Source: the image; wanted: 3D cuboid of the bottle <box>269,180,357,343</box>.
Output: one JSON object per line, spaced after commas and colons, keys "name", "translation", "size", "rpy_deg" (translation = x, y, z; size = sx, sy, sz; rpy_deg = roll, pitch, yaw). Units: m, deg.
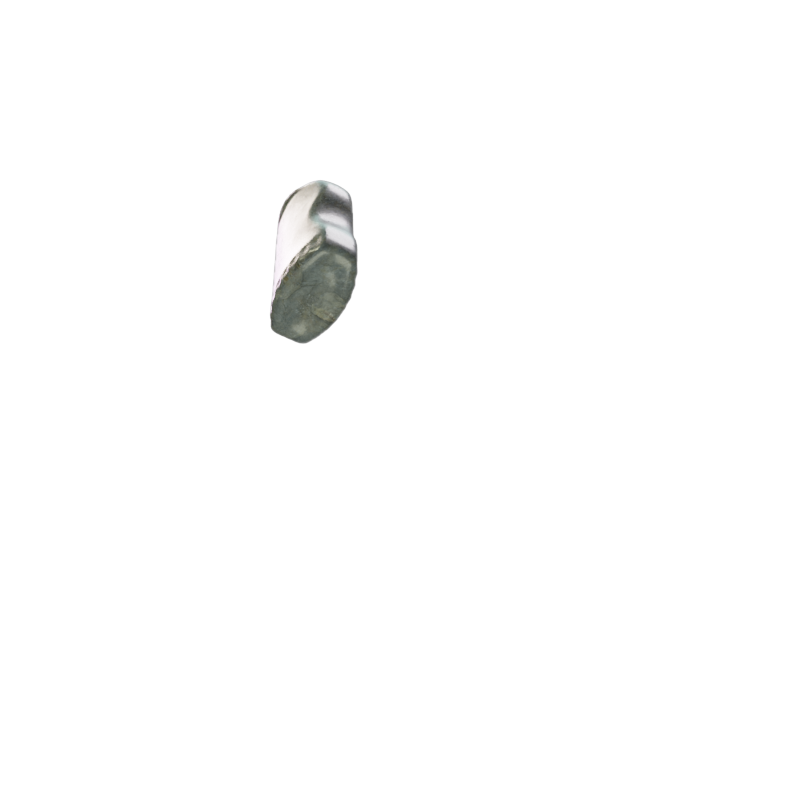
{"name": "bottle", "translation": [-0.076, -0.138, 0.965], "size": [0.056, 0.093, 0.204], "rpy_deg": [22, 29, -18]}
